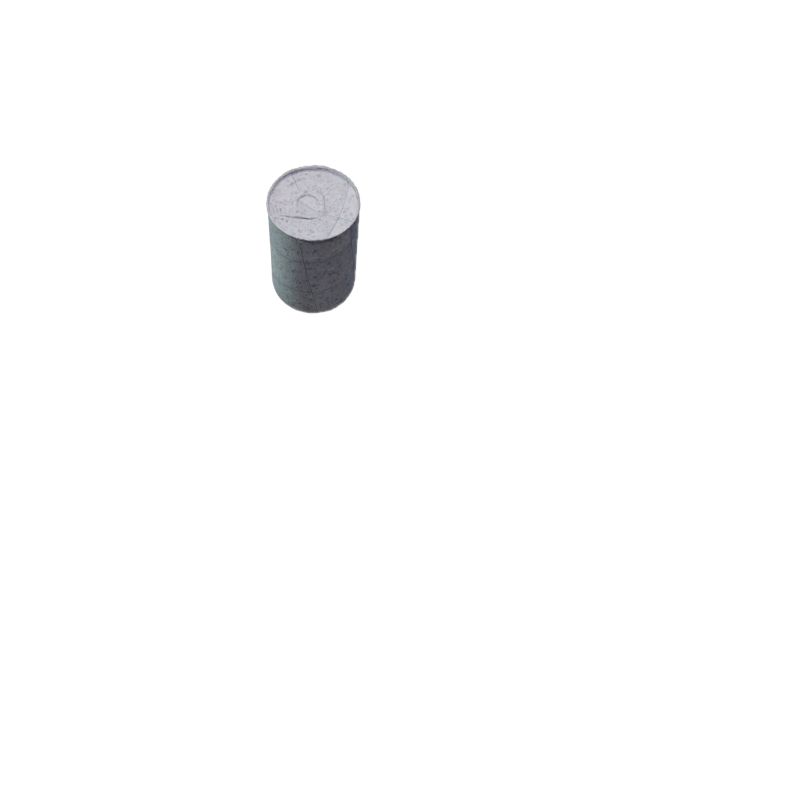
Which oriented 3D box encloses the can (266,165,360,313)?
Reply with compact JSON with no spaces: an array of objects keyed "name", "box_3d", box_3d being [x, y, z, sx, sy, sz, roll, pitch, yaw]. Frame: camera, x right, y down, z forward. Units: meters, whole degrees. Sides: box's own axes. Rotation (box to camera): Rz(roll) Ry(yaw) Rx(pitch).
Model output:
[{"name":"can","box_3d":[-0.066,-0.119,0.837,0.068,0.073,0.096,0,-31,-3]}]
